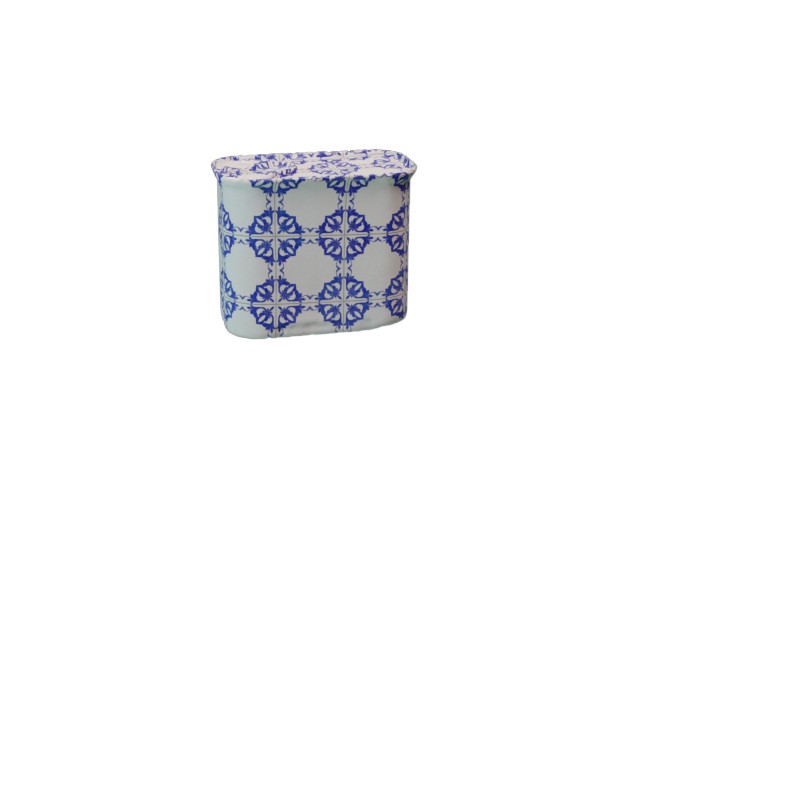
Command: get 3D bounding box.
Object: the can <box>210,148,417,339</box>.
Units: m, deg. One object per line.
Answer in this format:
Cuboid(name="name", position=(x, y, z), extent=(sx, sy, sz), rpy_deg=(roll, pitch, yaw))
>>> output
Cuboid(name="can", position=(-0.045, -0.082, 0.572), extent=(0.100, 0.080, 0.061), rpy_deg=(-4, 20, -12))
